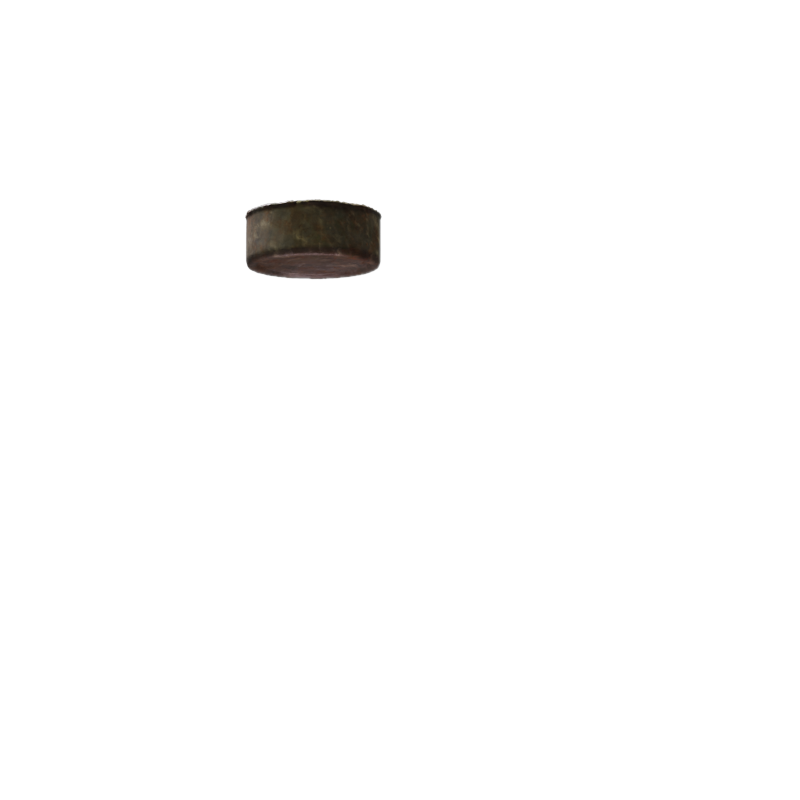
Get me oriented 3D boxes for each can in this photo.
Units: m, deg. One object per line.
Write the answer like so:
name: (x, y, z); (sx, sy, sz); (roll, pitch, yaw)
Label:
can: (-0.054, -0.099, 0.696); (0.086, 0.034, 0.084); (0, -5, -2)
